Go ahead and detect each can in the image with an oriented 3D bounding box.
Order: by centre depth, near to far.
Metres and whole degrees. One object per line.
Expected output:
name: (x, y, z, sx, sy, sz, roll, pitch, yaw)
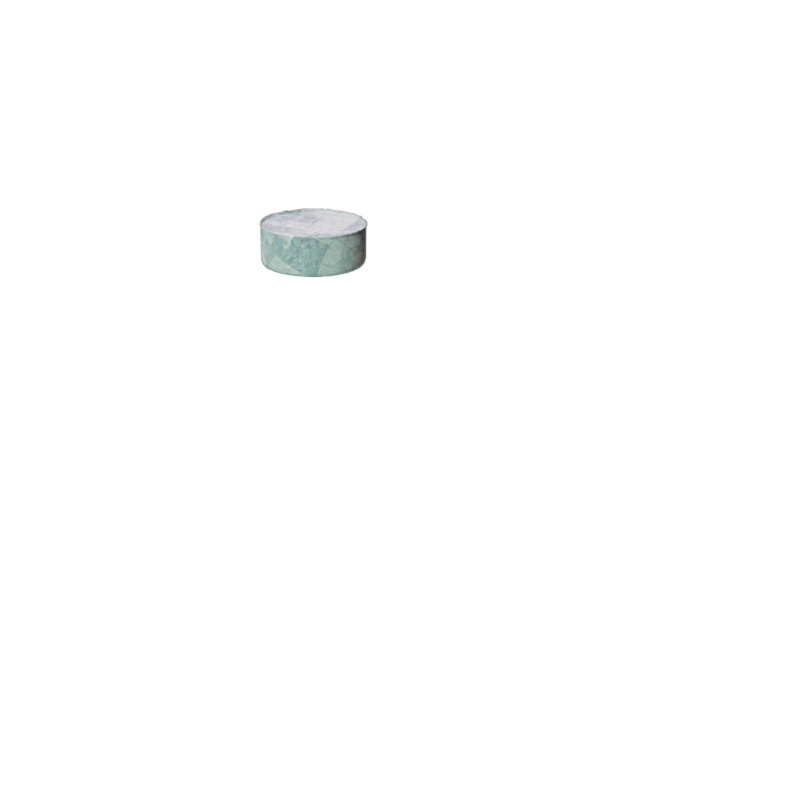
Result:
can: (-0.069, -0.126, 0.880, 0.086, 0.032, 0.090, -1, 23, -2)
